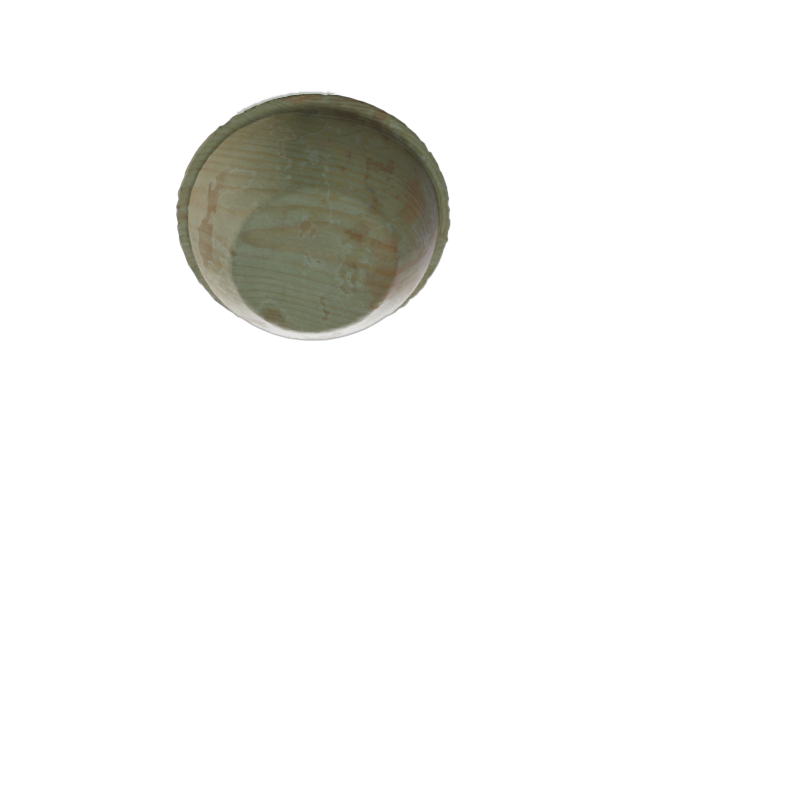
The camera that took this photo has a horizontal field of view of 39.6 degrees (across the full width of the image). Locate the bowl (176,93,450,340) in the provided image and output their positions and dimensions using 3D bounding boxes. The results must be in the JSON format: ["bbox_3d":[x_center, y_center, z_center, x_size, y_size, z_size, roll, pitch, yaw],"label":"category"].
[{"bbox_3d":[-0.050,-0.090,0.633,0.162,0.152,0.058,1,31,-1],"label":"bowl"}]
